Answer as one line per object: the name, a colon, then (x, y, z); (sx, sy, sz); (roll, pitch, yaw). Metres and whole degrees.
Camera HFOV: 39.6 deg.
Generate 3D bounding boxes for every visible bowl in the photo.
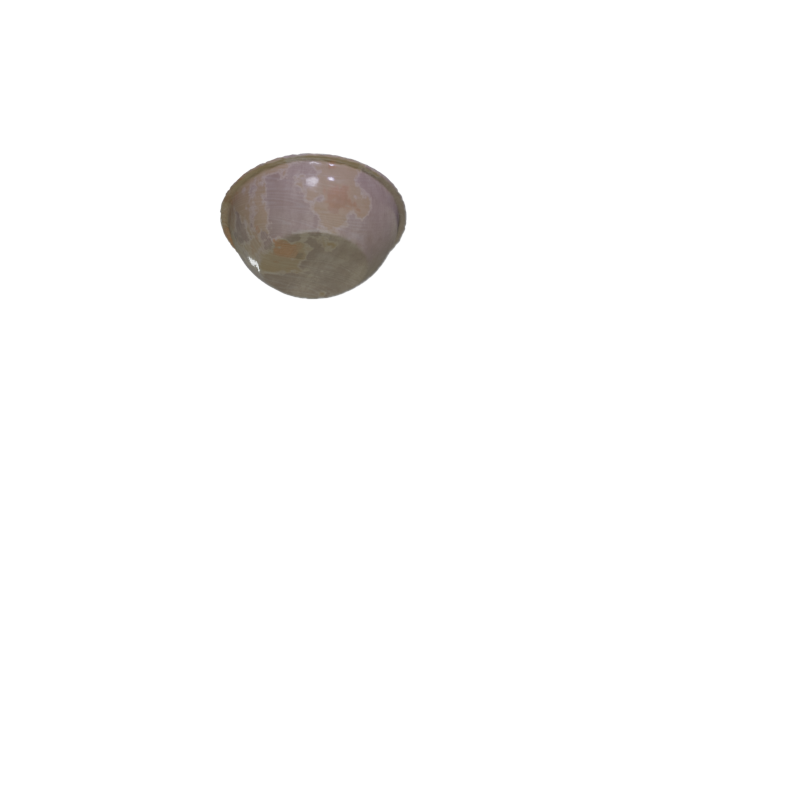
bowl: (-0.074, -0.134, 0.942); (0.162, 0.059, 0.151); (1, -36, -2)
